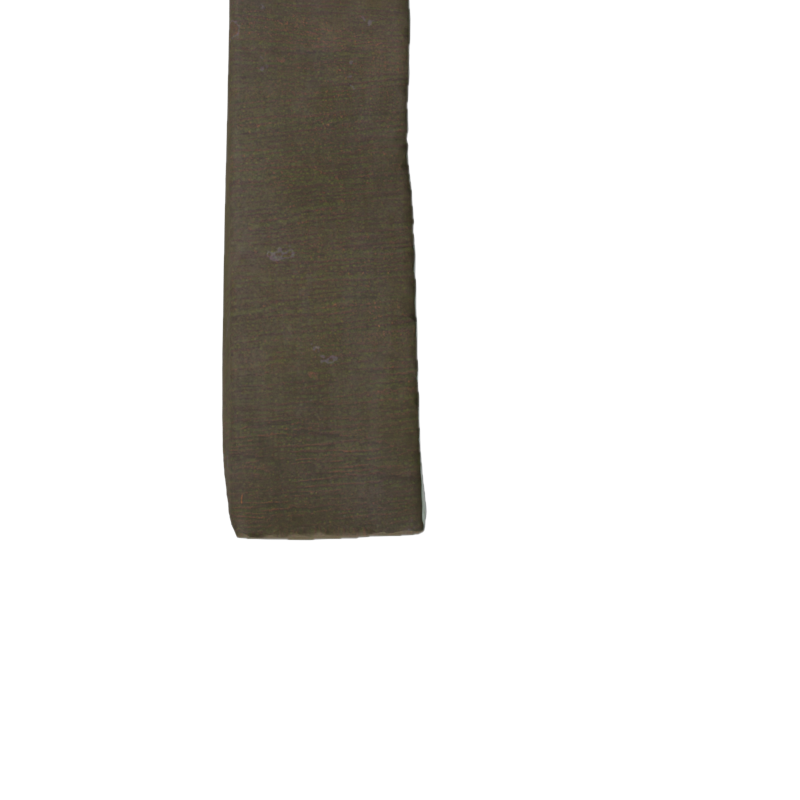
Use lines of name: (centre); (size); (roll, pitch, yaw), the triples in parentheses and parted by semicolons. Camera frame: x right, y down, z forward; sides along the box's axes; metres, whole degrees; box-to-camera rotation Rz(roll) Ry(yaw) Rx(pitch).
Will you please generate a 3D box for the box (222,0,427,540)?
box: (-0.035, -0.064, 0.446); (0.071, 0.217, 0.163); (0, -4, -8)
